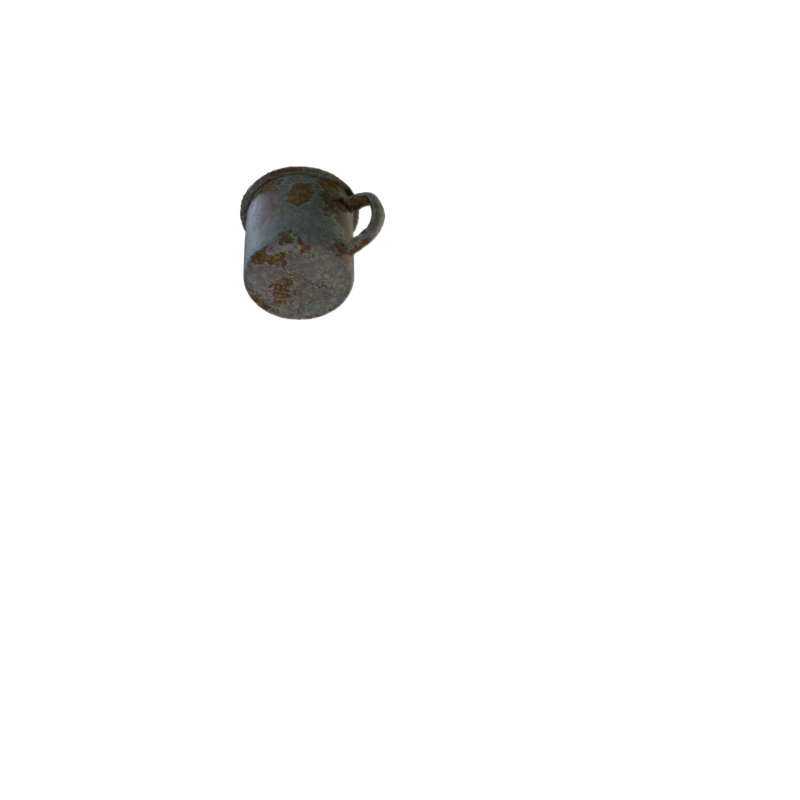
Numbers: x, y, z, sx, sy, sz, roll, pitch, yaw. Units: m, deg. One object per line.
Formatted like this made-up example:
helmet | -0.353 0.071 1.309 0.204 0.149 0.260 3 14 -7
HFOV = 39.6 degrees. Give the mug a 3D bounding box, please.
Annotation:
mug | -0.065 -0.118 0.829 0.118 0.087 0.086 -19 -47 16
